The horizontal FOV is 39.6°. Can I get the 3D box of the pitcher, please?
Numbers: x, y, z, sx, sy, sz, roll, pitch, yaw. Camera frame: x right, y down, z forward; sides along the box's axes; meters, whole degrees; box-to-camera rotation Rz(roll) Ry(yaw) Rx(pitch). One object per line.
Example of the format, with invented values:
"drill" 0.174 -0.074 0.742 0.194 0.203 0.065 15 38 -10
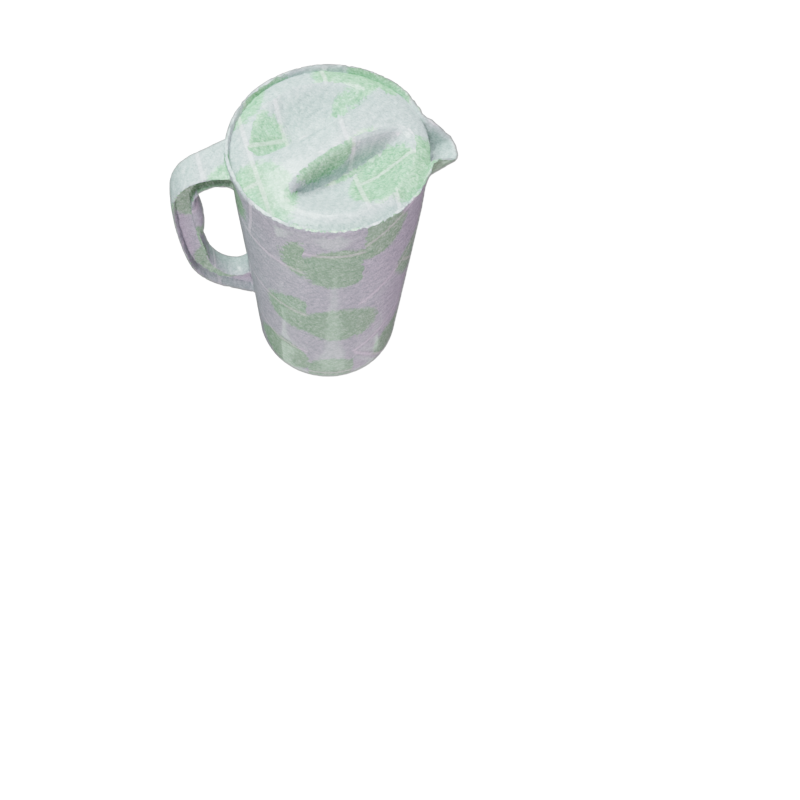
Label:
"pitcher" -0.062 -0.113 0.794 0.155 0.148 0.229 33 -25 14
